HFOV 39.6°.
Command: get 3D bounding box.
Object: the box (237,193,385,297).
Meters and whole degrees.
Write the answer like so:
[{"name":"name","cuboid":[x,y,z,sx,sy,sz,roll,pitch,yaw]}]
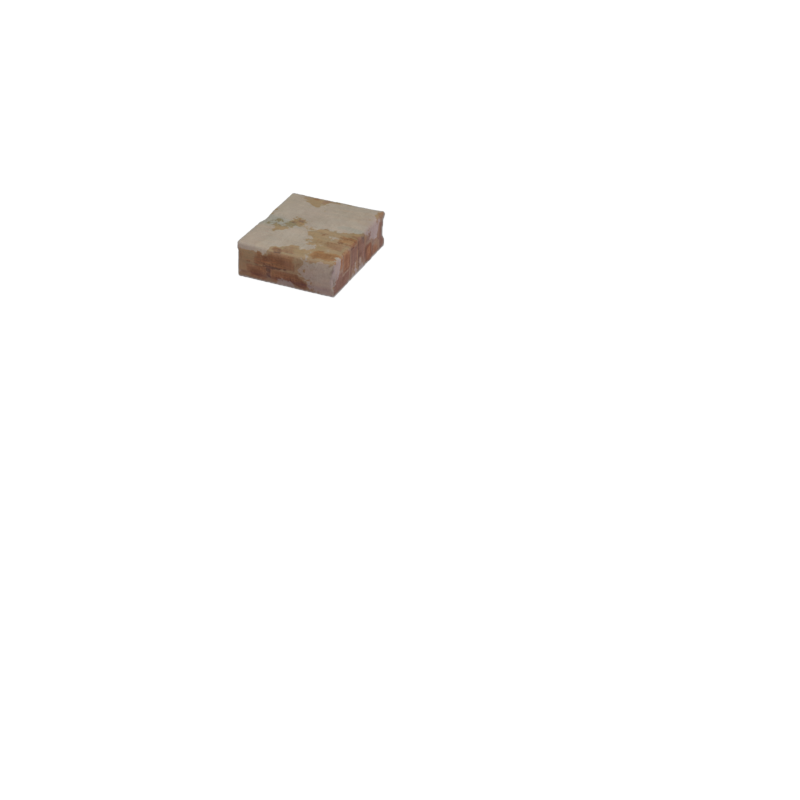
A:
[{"name":"box","cuboid":[-0.060,-0.110,0.767,0.076,0.028,0.092,14,36,19]}]
